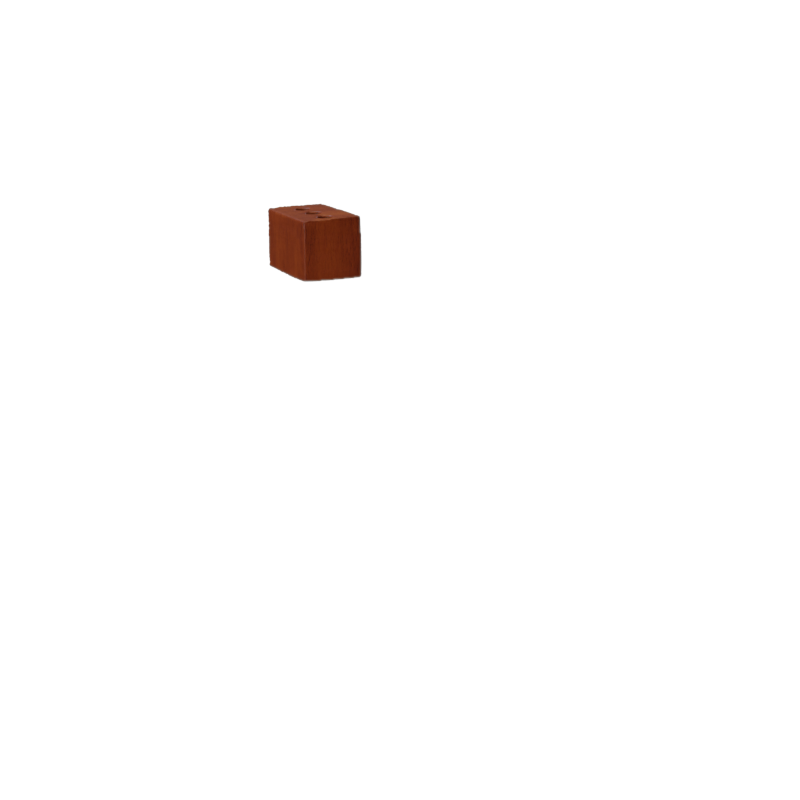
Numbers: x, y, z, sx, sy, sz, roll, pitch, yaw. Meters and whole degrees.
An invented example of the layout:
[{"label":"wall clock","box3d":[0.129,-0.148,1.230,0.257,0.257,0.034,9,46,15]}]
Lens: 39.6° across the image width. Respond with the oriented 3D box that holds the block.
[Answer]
[{"label":"block","box3d":[-0.073,-0.133,0.930,0.051,0.050,0.082,-7,18,-27]}]
